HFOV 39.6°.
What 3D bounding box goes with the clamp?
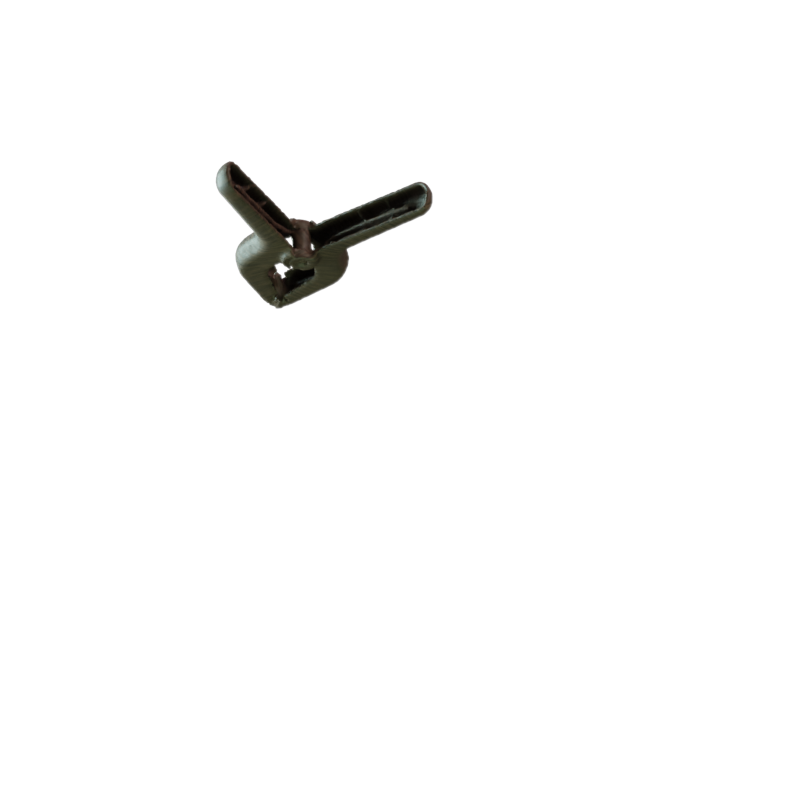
[{"bbox_3d":[-0.070,-0.129,0.900,0.163,0.038,0.201,3,-21,-9],"label":"clamp"}]
